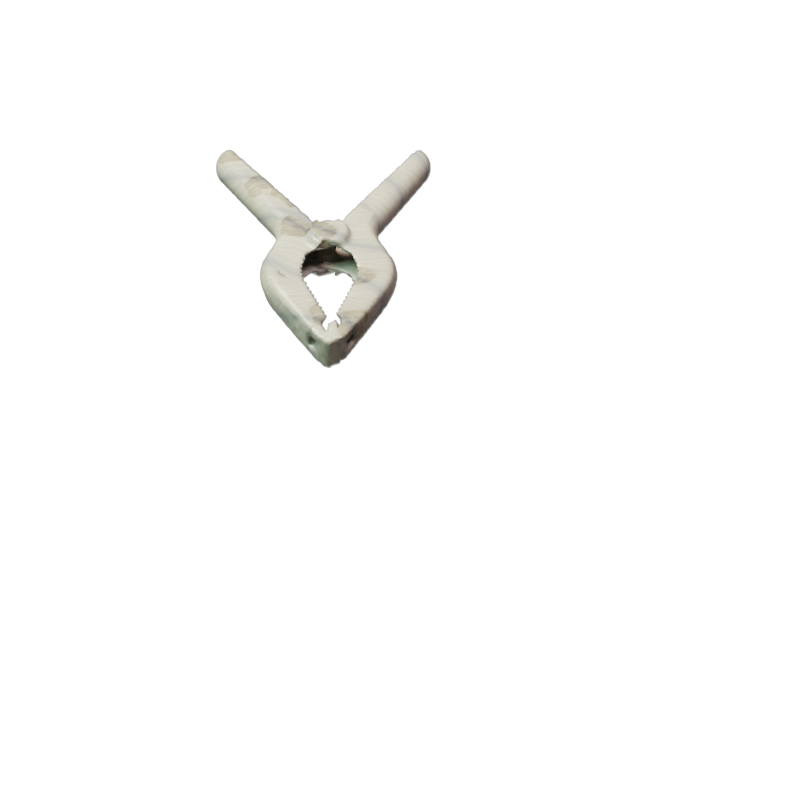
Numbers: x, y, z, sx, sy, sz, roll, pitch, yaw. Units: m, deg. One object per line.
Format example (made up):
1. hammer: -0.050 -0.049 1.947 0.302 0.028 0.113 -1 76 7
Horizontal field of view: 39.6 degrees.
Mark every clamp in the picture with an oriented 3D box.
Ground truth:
1. clamp: -0.062 -0.114 0.797 0.165 0.224 0.034 3 -42 2
